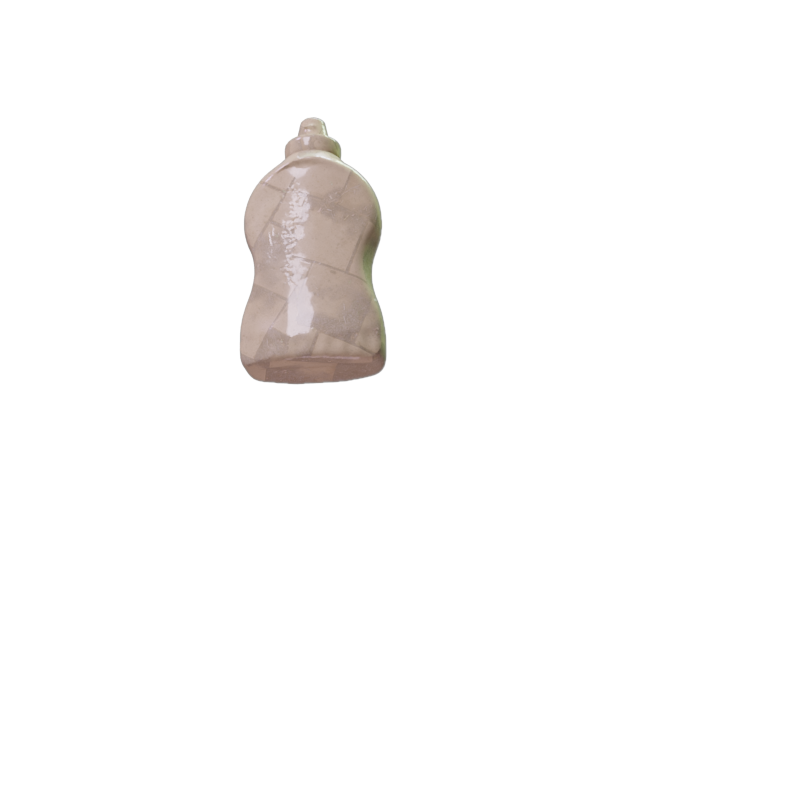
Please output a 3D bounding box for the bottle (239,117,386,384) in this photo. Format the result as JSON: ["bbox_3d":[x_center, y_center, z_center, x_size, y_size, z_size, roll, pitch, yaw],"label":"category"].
[{"bbox_3d":[-0.060,-0.110,0.772,0.097,0.202,0.055,-5,-24,8],"label":"bottle"}]
